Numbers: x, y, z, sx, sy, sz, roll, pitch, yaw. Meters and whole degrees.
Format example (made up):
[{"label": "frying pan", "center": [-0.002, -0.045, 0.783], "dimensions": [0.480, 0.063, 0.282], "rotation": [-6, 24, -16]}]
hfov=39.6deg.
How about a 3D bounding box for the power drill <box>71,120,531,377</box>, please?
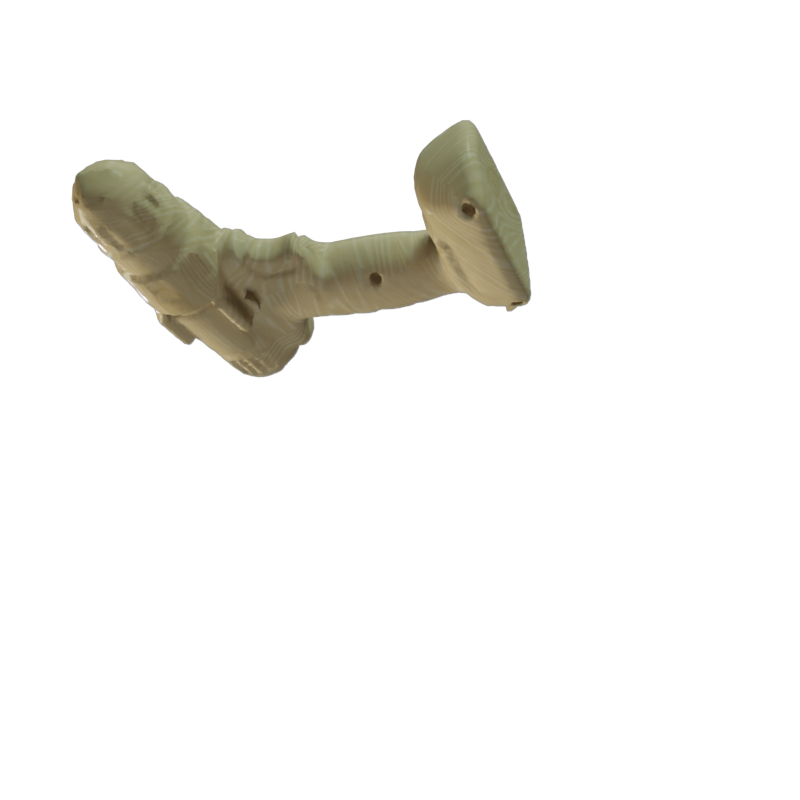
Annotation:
[{"label": "power drill", "center": [-0.042, -0.077, 0.541], "dimensions": [0.190, 0.061, 0.171], "rotation": [-10, -26, 20]}]
